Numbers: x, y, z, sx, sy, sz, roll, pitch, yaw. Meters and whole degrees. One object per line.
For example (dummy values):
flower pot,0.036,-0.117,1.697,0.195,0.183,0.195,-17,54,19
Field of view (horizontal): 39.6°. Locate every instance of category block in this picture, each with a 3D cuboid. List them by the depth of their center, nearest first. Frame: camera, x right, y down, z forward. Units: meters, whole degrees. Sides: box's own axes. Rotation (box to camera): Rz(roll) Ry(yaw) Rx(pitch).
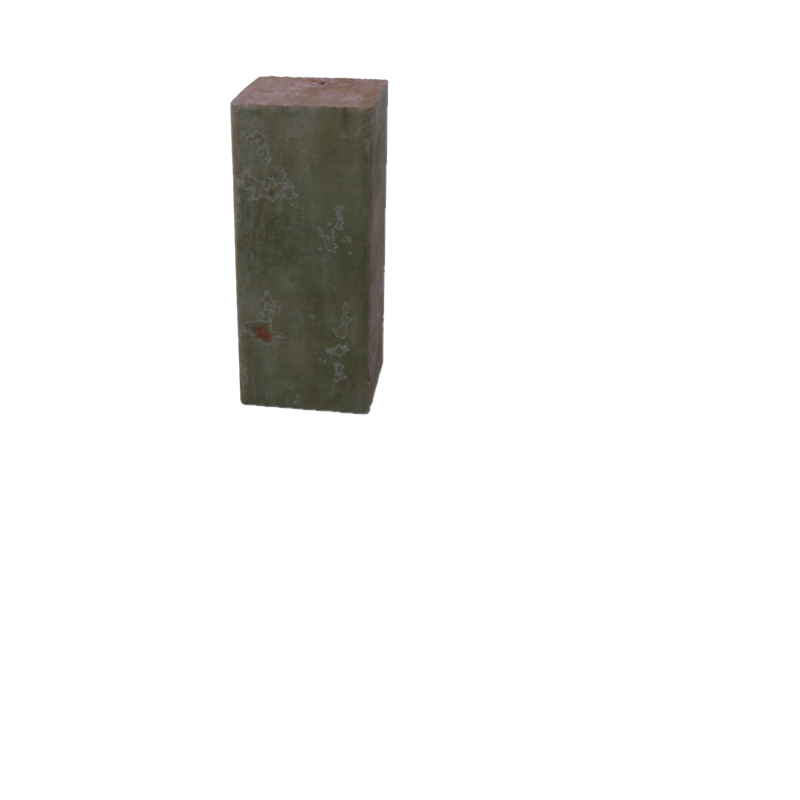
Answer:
block,-0.058,-0.105,0.740,0.092,0.197,0.093,4,22,7
